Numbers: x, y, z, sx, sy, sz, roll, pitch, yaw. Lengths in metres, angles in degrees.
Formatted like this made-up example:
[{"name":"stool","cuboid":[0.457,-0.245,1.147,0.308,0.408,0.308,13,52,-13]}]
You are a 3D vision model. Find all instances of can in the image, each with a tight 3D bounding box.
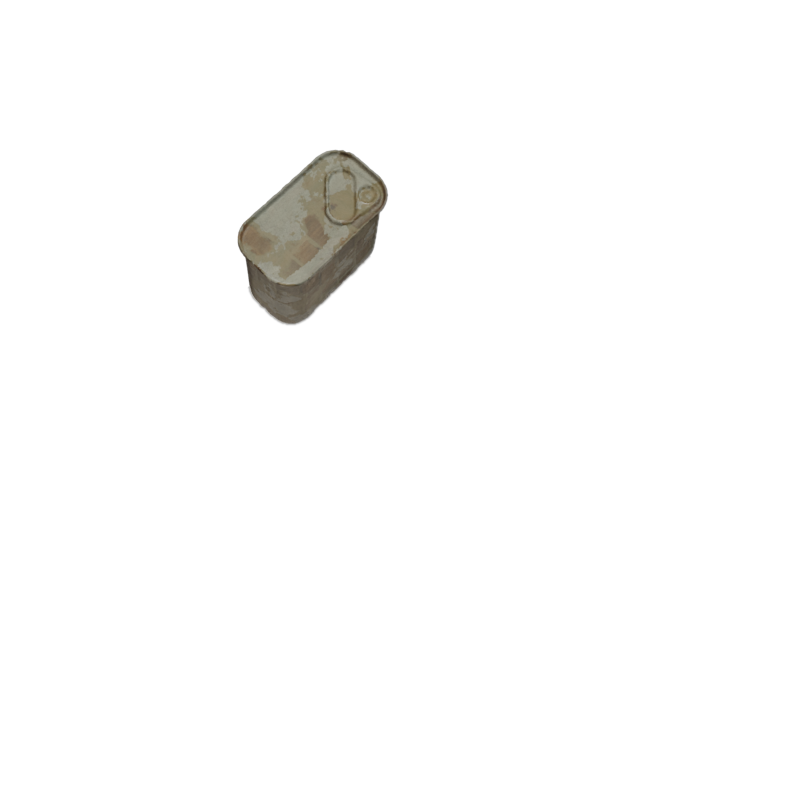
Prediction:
[{"name":"can","cuboid":[-0.059,-0.107,0.748,0.060,0.103,0.080,42,-16,11]}]
